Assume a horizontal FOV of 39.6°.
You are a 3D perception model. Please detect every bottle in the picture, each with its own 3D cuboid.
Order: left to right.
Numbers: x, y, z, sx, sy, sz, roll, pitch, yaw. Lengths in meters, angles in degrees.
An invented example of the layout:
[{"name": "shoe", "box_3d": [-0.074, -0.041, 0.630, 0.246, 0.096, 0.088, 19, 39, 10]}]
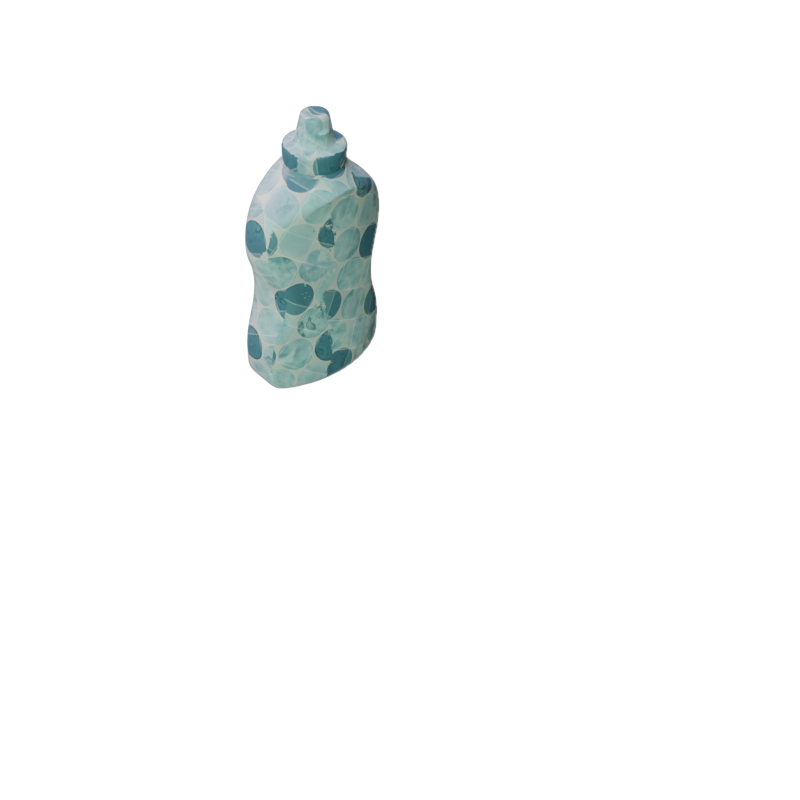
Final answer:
[{"name": "bottle", "box_3d": [-0.057, -0.103, 0.726, 0.095, 0.179, 0.063, -26, 46, -32]}]
